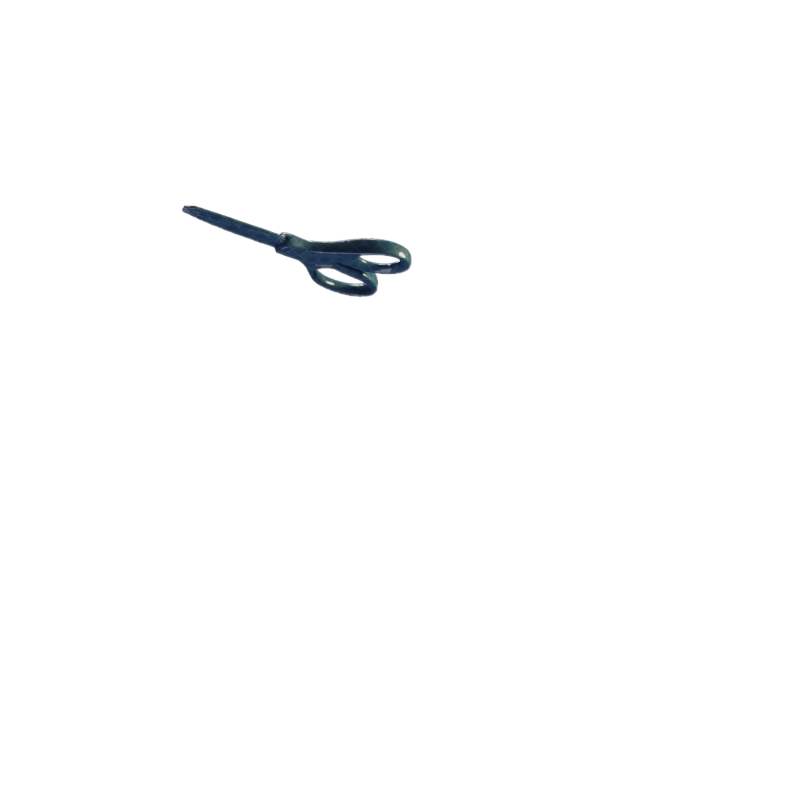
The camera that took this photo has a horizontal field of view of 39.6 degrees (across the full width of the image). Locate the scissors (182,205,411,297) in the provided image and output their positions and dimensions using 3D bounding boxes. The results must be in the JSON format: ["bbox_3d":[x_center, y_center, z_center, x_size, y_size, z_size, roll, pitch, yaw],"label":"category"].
[{"bbox_3d":[-0.068,-0.124,0.865,0.098,0.017,0.188,-13,-24,32],"label":"scissors"}]
